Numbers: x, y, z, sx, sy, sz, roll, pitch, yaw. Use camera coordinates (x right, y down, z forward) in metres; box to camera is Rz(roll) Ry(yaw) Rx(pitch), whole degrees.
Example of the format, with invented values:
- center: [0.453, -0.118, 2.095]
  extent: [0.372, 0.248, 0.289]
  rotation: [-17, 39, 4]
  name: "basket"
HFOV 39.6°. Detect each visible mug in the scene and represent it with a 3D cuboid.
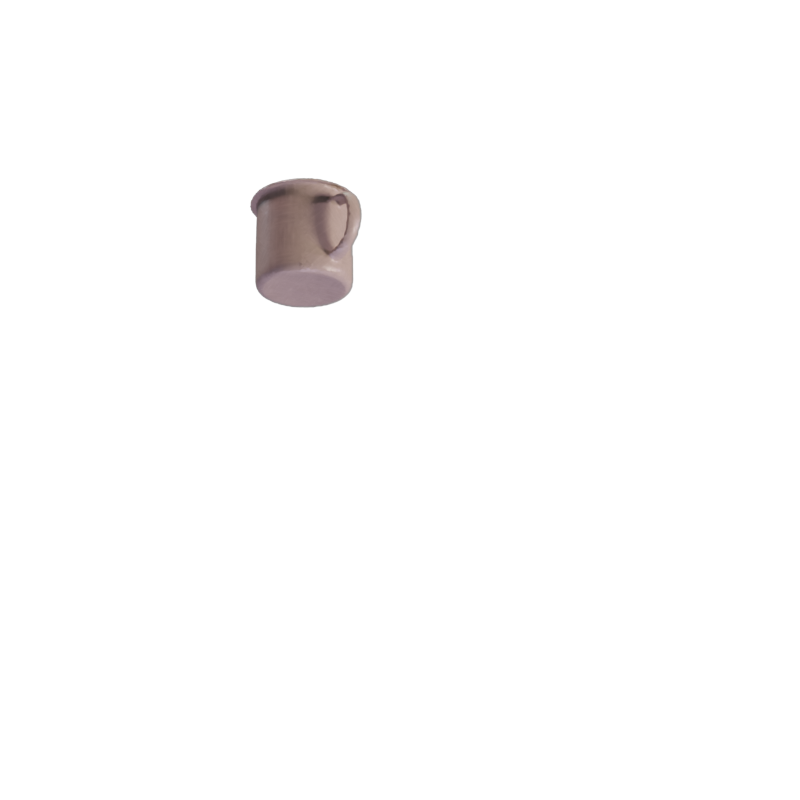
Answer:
- center: [-0.073, -0.132, 0.927]
  extent: [0.088, 0.086, 0.118]
  rotation: [19, -29, -39]
  name: "mug"
